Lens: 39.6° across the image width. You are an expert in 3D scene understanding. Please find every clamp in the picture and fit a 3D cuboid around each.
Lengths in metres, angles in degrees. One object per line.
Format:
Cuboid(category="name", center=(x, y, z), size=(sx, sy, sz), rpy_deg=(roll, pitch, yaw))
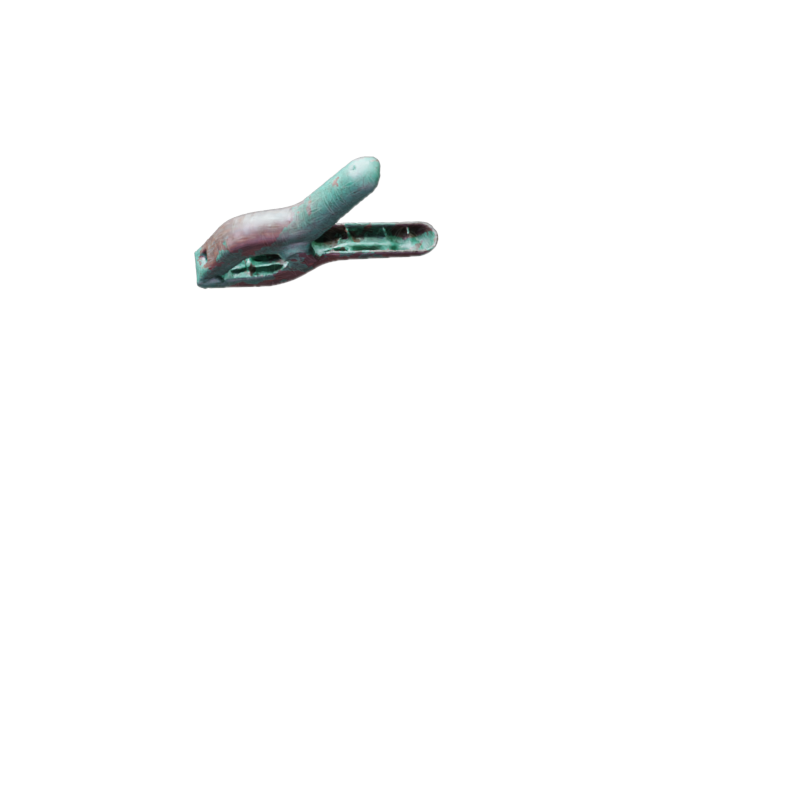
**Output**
Cuboid(category="clamp", center=(-0.061, -0.111, 0.775), size=(0.173, 0.042, 0.111), rpy_deg=(-16, -31, 28))
